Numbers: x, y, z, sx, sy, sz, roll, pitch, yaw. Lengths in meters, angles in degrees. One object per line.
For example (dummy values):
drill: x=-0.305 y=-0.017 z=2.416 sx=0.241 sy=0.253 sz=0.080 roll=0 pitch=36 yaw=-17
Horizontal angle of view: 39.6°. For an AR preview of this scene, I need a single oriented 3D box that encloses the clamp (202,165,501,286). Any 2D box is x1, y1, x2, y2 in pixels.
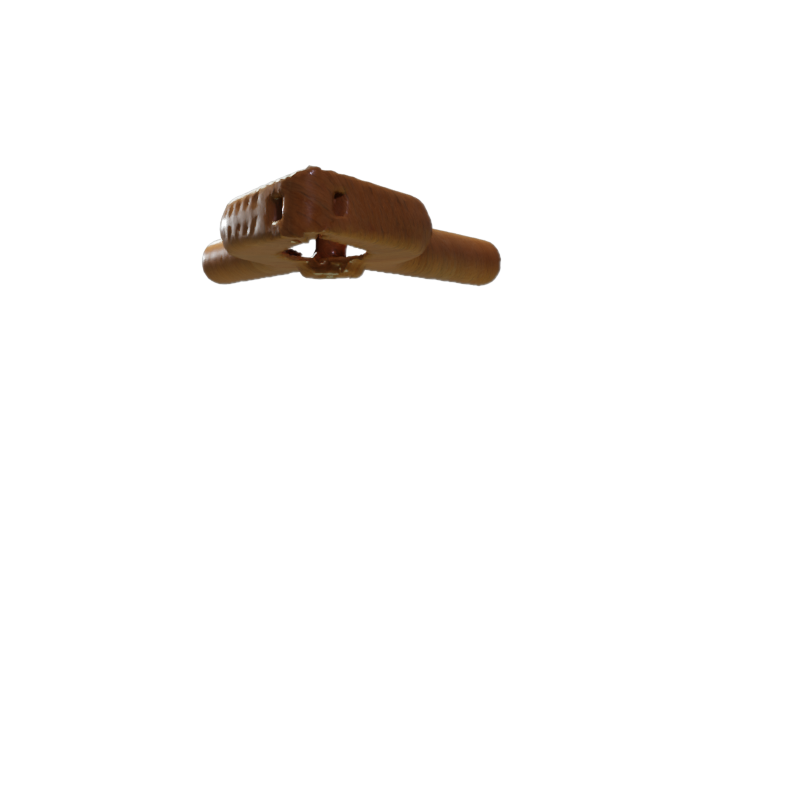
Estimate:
clamp: x=-0.042 y=-0.076 z=0.534 sx=0.167 sy=0.037 sz=0.204 roll=0 pitch=0 yaw=11
